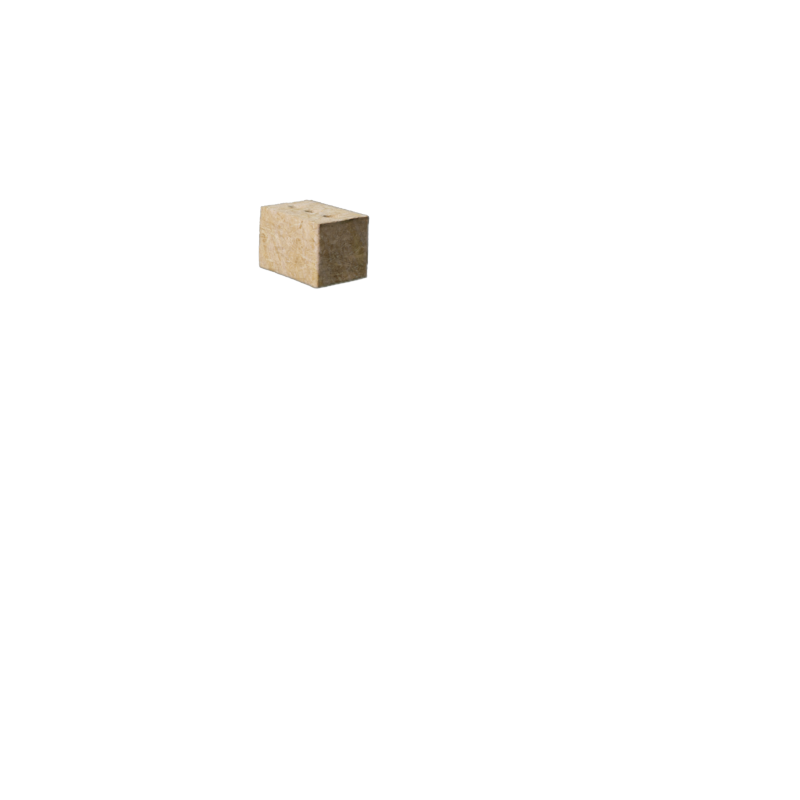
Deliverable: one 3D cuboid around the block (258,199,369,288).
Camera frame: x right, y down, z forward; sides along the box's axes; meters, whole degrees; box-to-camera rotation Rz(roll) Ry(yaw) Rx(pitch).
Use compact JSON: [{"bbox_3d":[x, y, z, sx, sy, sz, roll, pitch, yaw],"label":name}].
[{"bbox_3d":[-0.068,-0.124,0.866,0.052,0.049,0.083,-14,24,-37],"label":"block"}]
